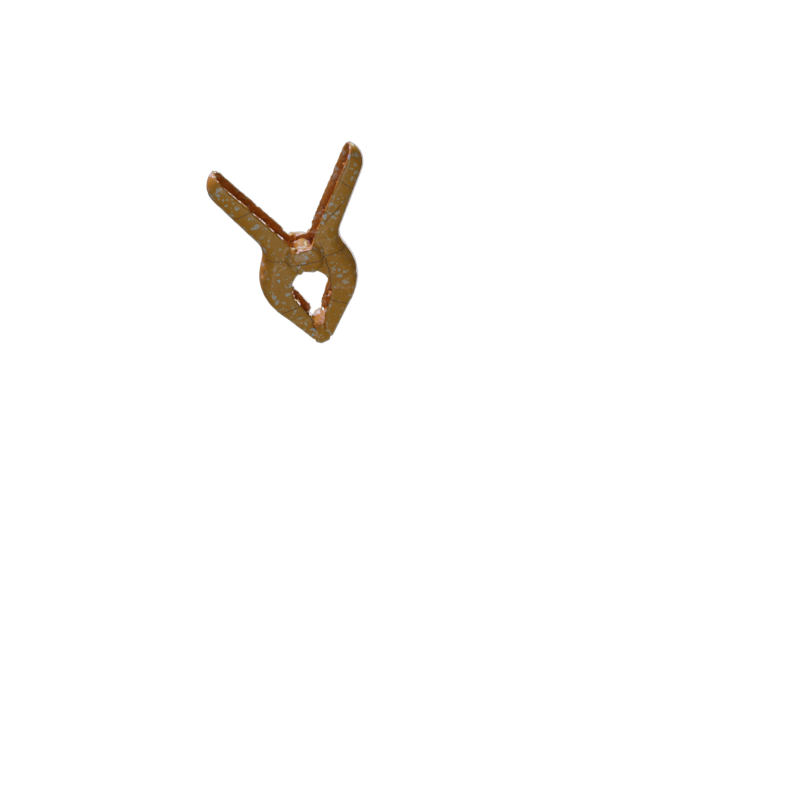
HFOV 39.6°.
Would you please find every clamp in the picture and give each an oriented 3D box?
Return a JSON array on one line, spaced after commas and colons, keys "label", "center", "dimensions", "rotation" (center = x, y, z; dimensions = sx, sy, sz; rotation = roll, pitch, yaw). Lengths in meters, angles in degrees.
[{"label": "clamp", "center": [-0.069, -0.125, 0.876], "dimensions": [0.121, 0.159, 0.042], "rotation": [-15, 35, 11]}]
